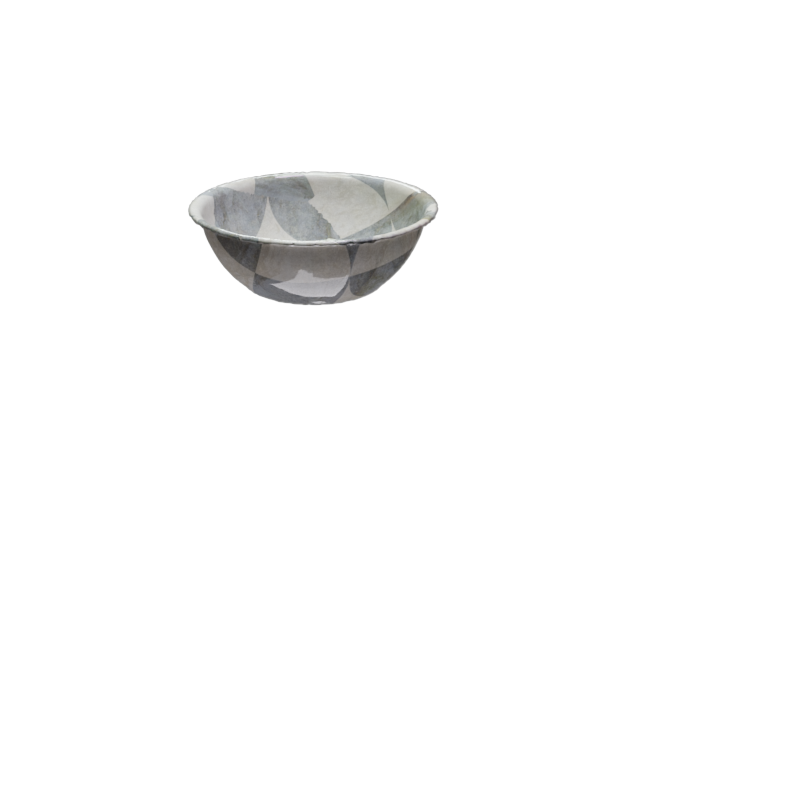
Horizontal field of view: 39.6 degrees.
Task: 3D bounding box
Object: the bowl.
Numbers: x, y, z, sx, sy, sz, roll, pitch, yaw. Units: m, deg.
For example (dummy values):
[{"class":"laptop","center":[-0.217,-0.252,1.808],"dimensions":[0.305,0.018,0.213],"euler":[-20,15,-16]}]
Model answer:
[{"class":"bowl","center":[-0.057,-0.104,0.728],"dimensions":[0.162,0.052,0.170],"euler":[-1,25,-2]}]
